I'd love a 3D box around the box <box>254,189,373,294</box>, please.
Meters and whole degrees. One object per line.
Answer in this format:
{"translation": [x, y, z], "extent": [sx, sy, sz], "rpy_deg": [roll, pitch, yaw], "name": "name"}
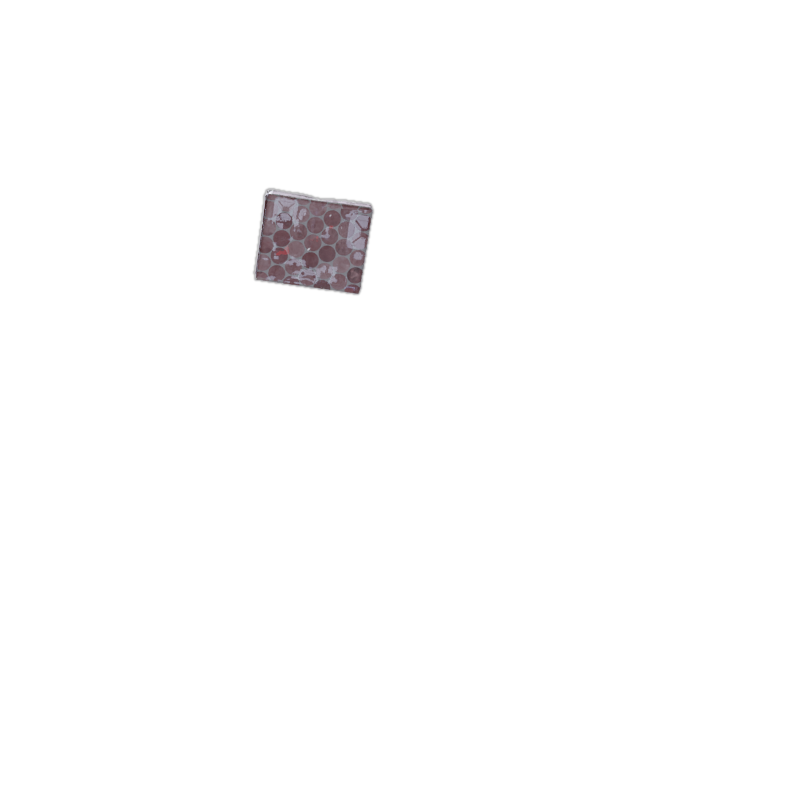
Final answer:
{"translation": [-0.072, -0.130, 0.912], "extent": [0.089, 0.071, 0.031], "rpy_deg": [8, 11, -2], "name": "box"}
